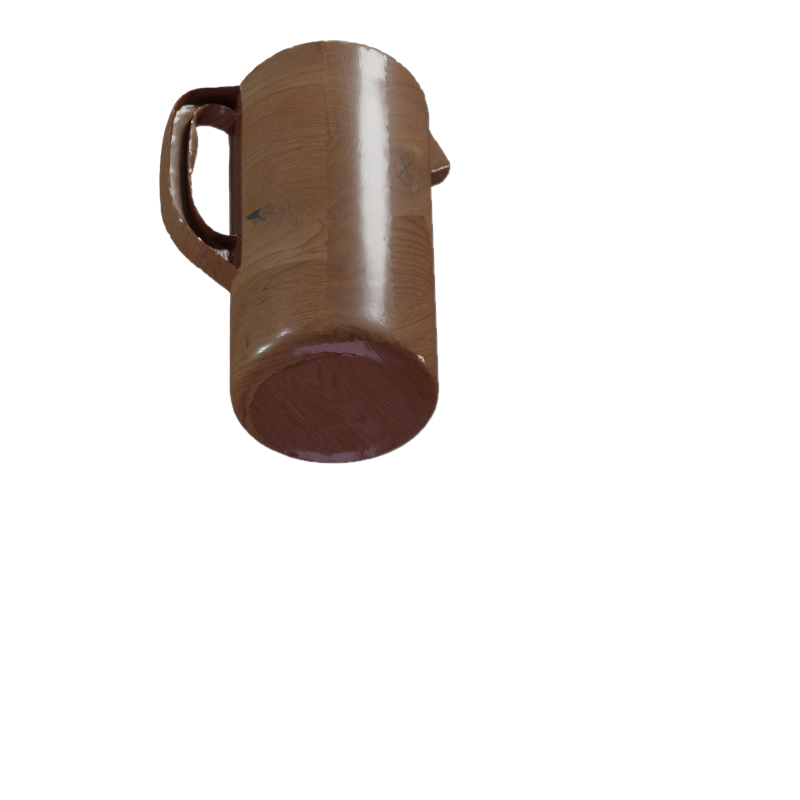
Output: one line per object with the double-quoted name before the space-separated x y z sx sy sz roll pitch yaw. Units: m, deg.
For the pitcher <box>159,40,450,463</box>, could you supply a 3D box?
"pitcher" -0.051 -0.092 0.647 0.150 0.261 0.134 -17 -44 15
